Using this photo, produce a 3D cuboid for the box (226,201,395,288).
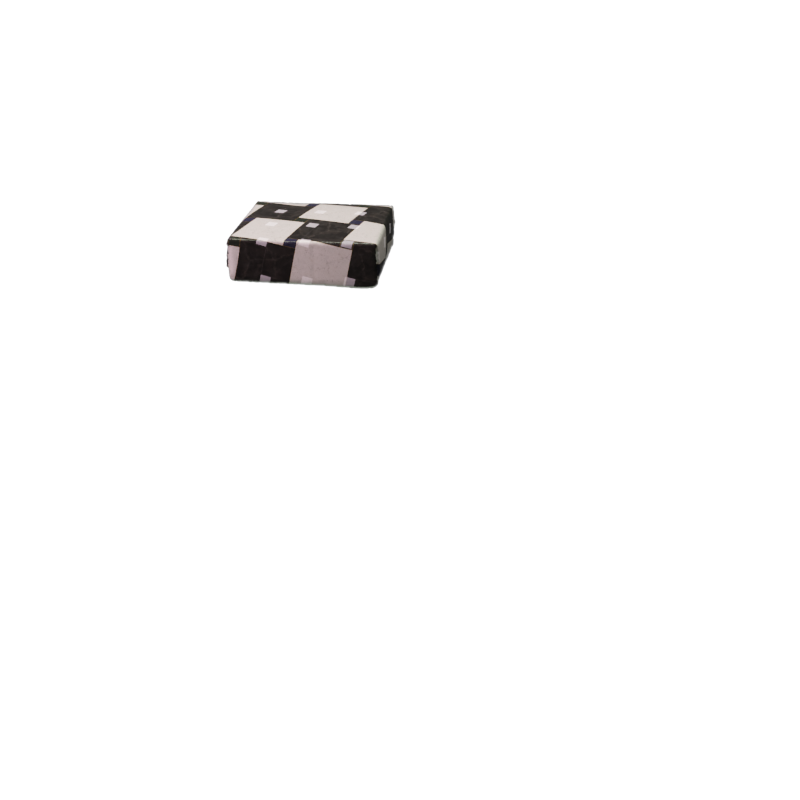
[{"bbox_3d":[-0.065,-0.119,0.836,0.115,0.037,0.093,5,27,8],"label":"box"}]
